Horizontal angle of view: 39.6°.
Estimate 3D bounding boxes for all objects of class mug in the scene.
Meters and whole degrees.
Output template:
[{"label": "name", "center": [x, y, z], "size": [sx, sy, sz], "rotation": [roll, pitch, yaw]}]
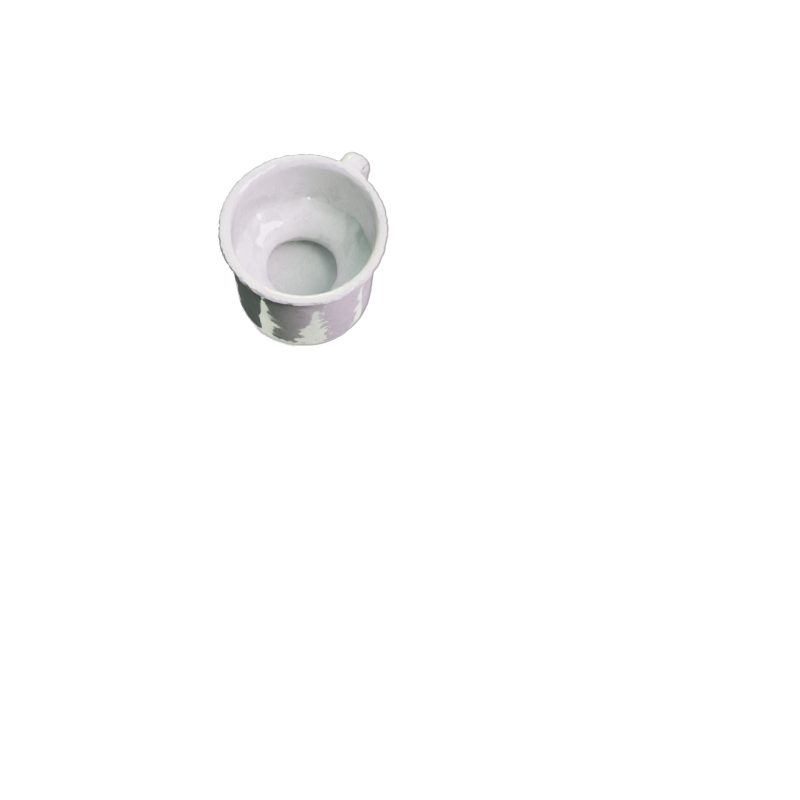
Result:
[{"label": "mug", "center": [-0.050, -0.092, 0.644], "size": [0.095, 0.121, 0.077], "rotation": [24, -22, 8]}]
